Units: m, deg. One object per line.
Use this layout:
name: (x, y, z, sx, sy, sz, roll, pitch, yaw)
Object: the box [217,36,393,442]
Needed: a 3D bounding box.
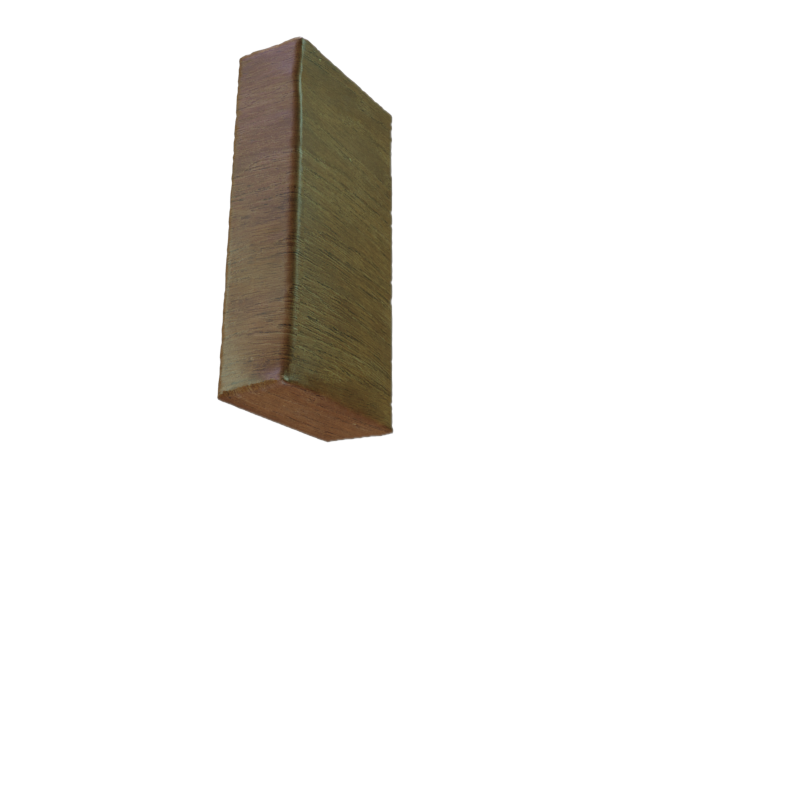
box: (-0.043, -0.077, 0.541, 0.049, 0.186, 0.087, -15, -26, 28)
